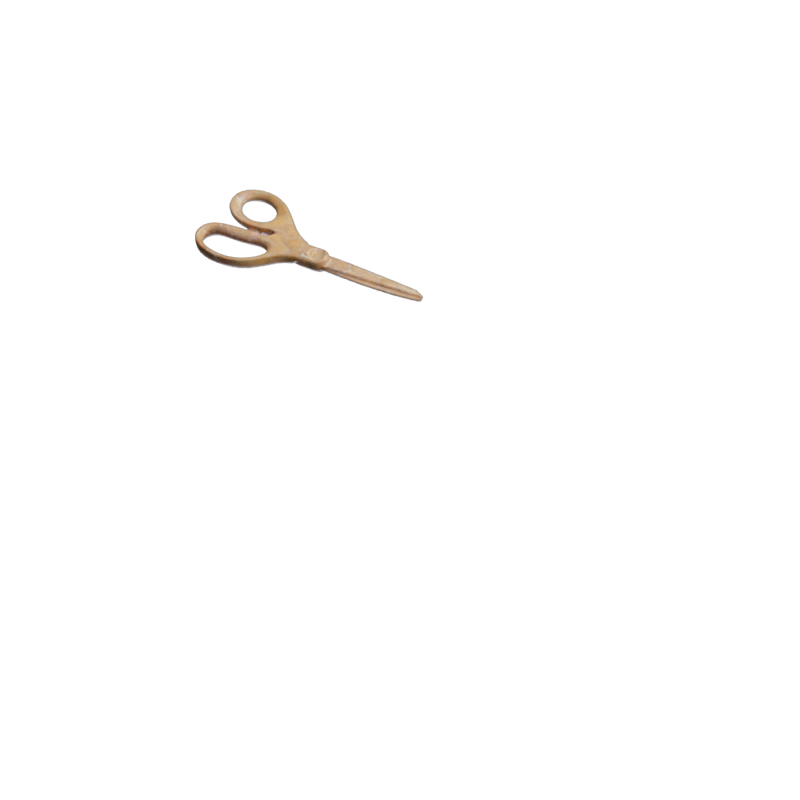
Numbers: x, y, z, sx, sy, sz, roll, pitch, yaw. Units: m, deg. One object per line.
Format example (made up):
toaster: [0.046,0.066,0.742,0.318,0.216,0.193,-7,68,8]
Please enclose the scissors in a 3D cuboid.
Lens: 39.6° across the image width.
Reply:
scissors: [-0.075,-0.136,0.956,0.204,0.102,0.015,9,-38,7]
